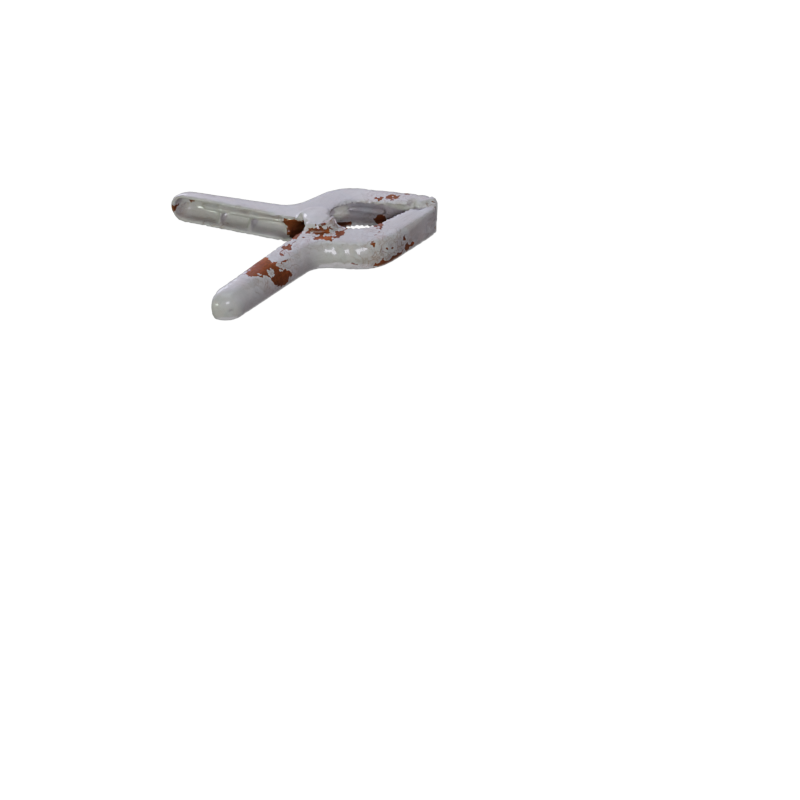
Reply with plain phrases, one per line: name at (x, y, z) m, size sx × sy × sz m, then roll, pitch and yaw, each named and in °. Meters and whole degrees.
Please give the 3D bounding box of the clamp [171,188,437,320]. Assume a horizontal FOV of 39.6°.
clamp at (-0.068, -0.123, 0.862) m, size 0.208 × 0.034 × 0.178 m, roll -7°, pitch 39°, yaw -9°
